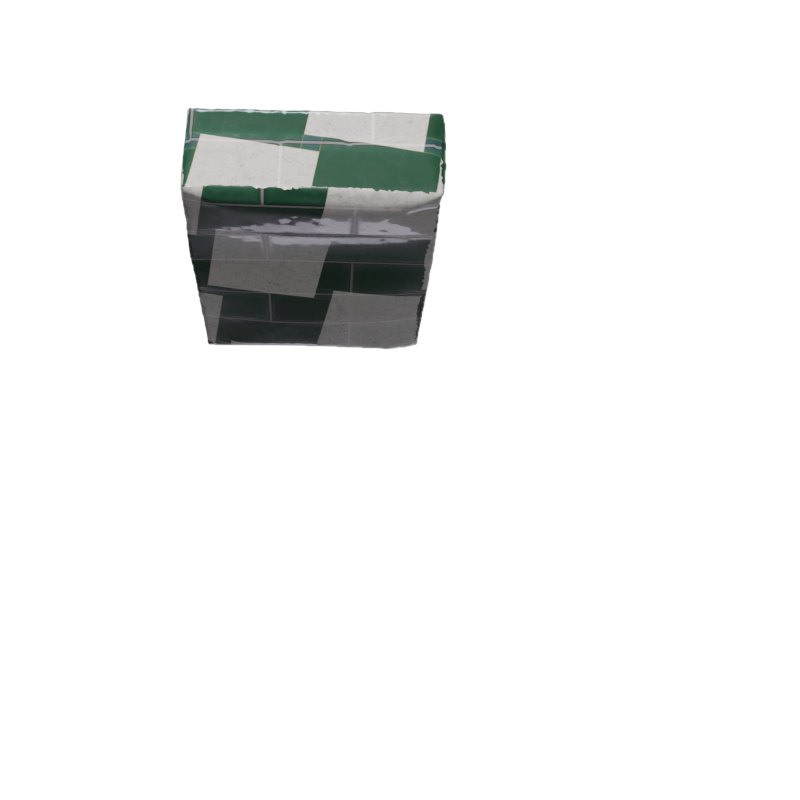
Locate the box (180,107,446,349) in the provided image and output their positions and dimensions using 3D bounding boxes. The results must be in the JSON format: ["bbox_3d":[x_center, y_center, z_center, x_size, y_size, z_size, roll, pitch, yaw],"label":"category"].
[{"bbox_3d":[-0.060,-0.110,0.770,0.164,0.076,0.202,2,-25,-2],"label":"box"}]
